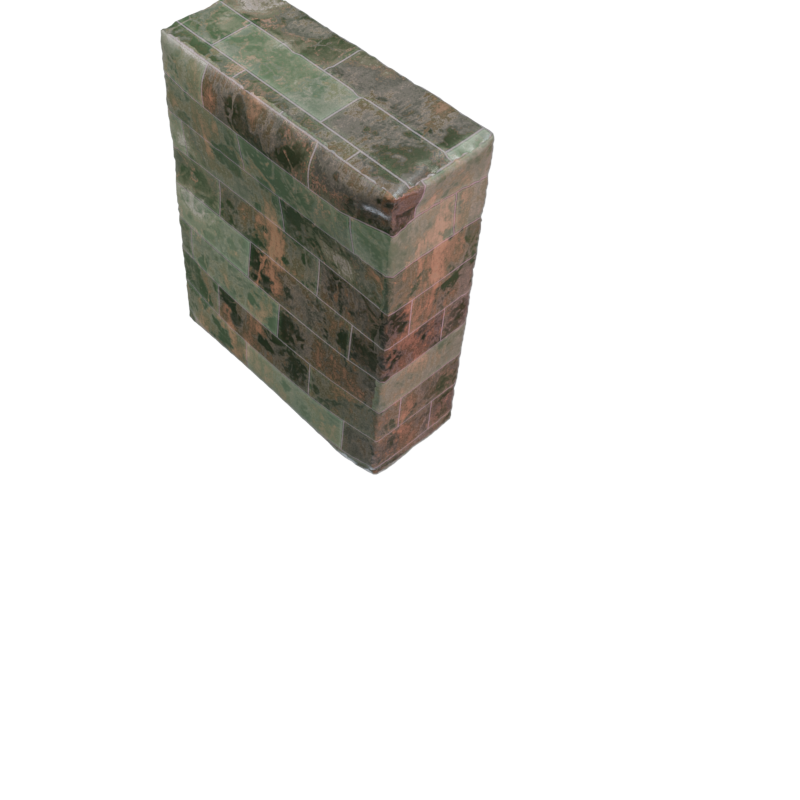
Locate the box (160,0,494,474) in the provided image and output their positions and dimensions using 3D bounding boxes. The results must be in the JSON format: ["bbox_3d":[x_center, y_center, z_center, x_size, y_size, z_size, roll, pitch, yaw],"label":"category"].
[{"bbox_3d":[-0.045,-0.083,0.579,0.072,0.199,0.175,-35,60,-28],"label":"box"}]
